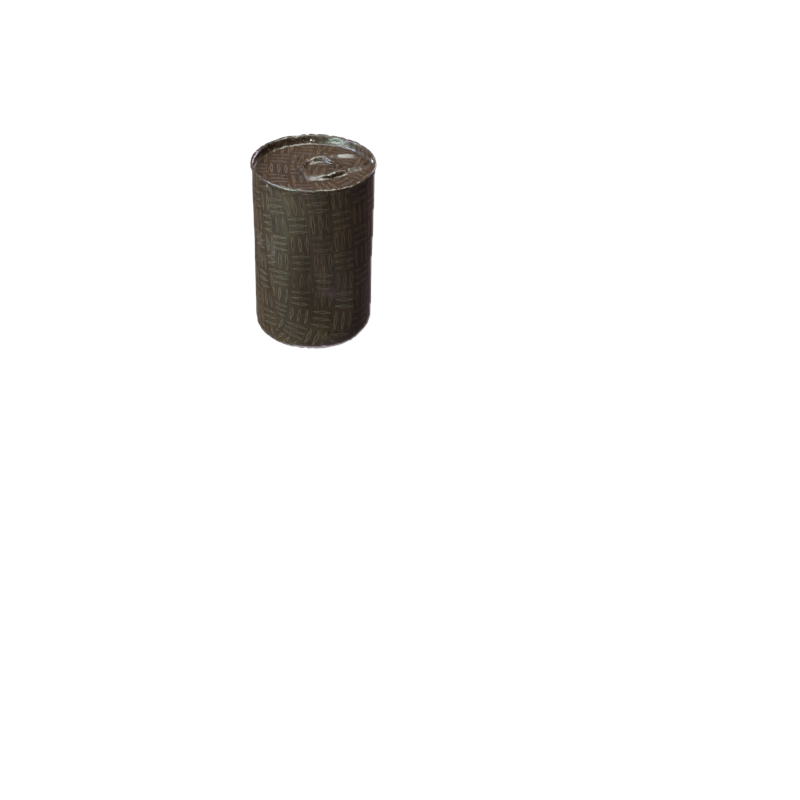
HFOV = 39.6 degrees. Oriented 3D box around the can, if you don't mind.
[{"bbox_3d":[-0.049,-0.089,0.621,0.068,0.096,0.073,0,34,-3],"label":"can"}]
